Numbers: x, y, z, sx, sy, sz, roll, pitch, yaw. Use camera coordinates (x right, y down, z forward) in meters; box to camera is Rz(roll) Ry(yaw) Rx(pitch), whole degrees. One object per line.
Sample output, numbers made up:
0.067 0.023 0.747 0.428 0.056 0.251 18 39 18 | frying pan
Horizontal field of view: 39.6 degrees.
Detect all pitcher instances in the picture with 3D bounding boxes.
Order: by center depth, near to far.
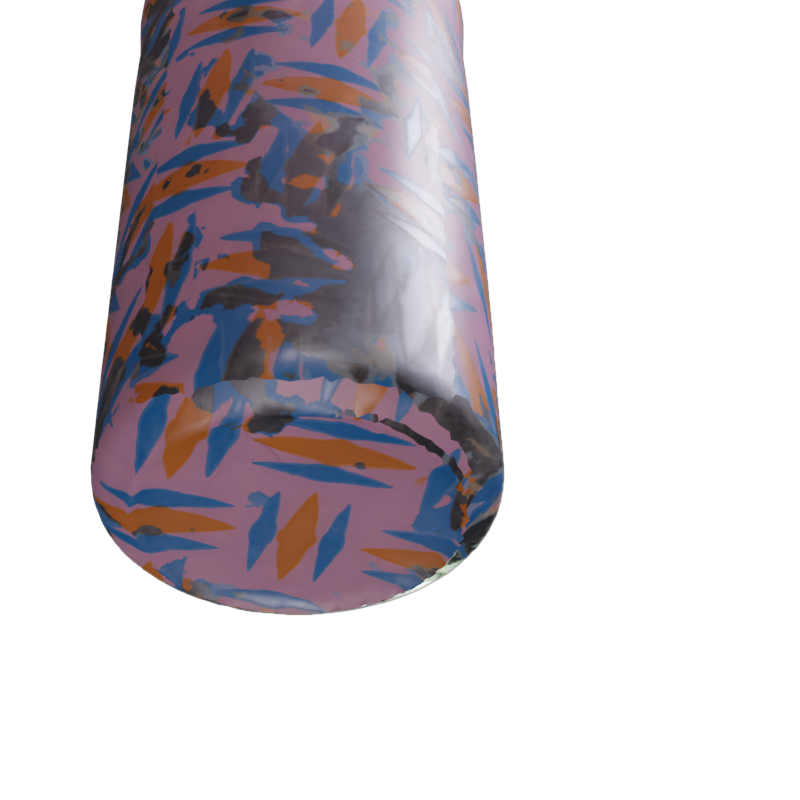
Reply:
-0.030 -0.054 0.380 0.144 0.261 0.140 19 -49 -21 | pitcher
